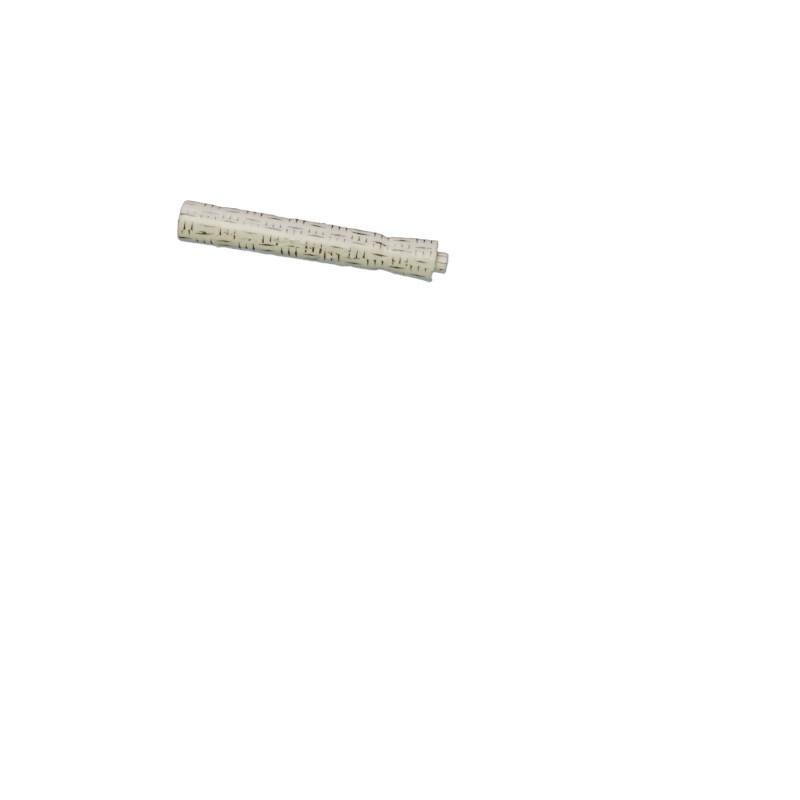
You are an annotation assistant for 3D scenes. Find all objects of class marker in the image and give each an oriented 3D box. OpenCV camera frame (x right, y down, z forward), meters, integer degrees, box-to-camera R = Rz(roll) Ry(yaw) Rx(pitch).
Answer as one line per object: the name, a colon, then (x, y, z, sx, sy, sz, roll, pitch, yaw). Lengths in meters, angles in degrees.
marker: (-0.039, -0.071, 0.497, 0.122, 0.020, 0.020, 10, 4, 4)
